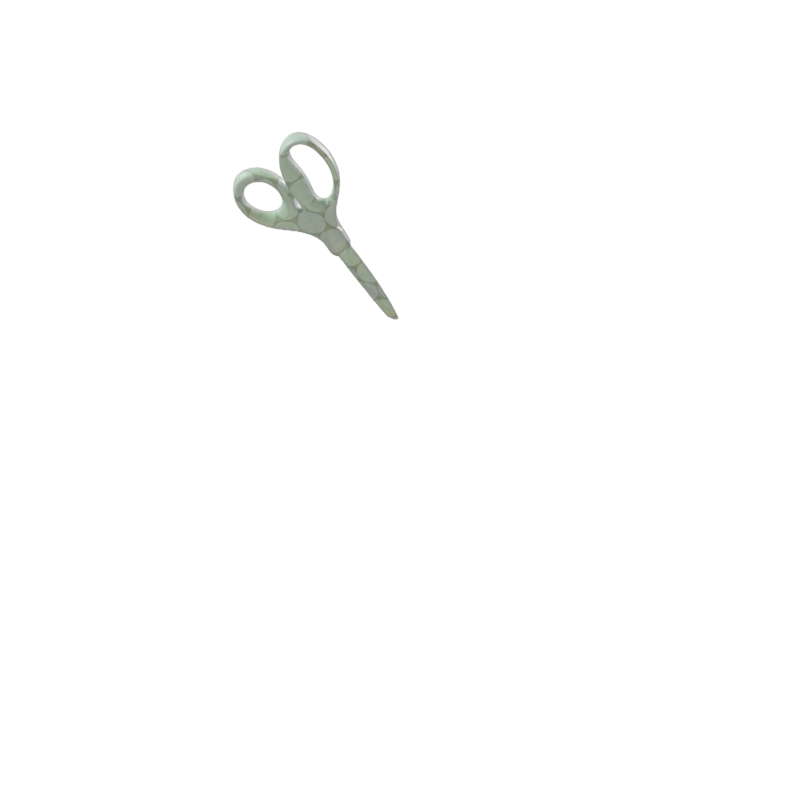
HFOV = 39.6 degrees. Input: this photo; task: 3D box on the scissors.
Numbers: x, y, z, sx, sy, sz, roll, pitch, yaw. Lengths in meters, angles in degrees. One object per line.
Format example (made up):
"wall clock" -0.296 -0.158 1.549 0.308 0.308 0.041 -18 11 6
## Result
"scissors" -0.072 -0.132 0.922 0.097 0.187 0.017 -12 37 9
